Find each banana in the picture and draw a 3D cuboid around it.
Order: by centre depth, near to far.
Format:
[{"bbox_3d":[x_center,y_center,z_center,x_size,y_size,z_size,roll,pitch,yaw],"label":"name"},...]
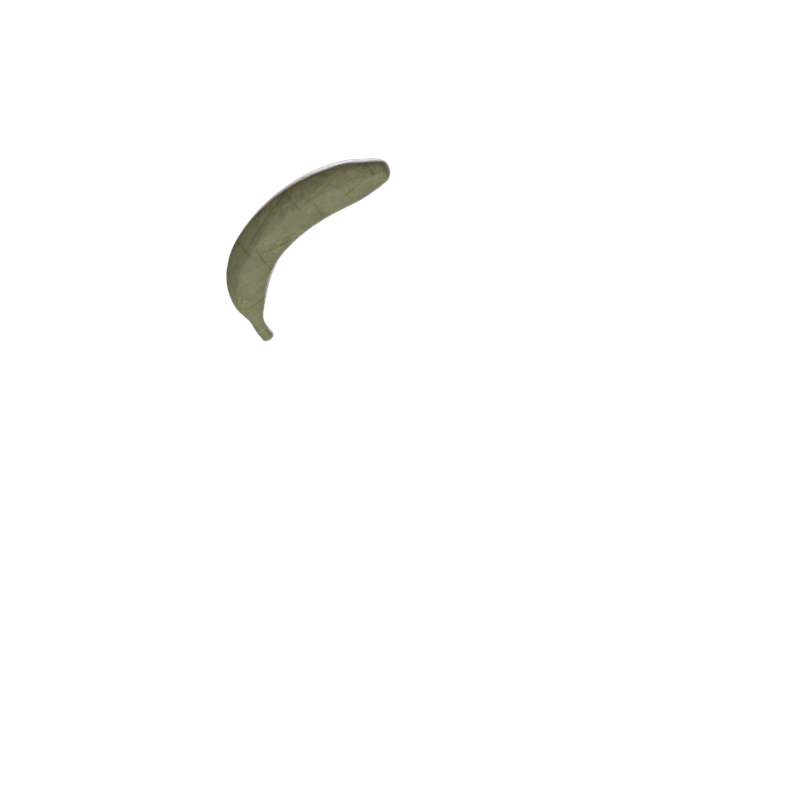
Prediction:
[{"bbox_3d":[-0.086,-0.129,0.870,0.067,0.039,0.192,25,-52,-22],"label":"banana"}]
